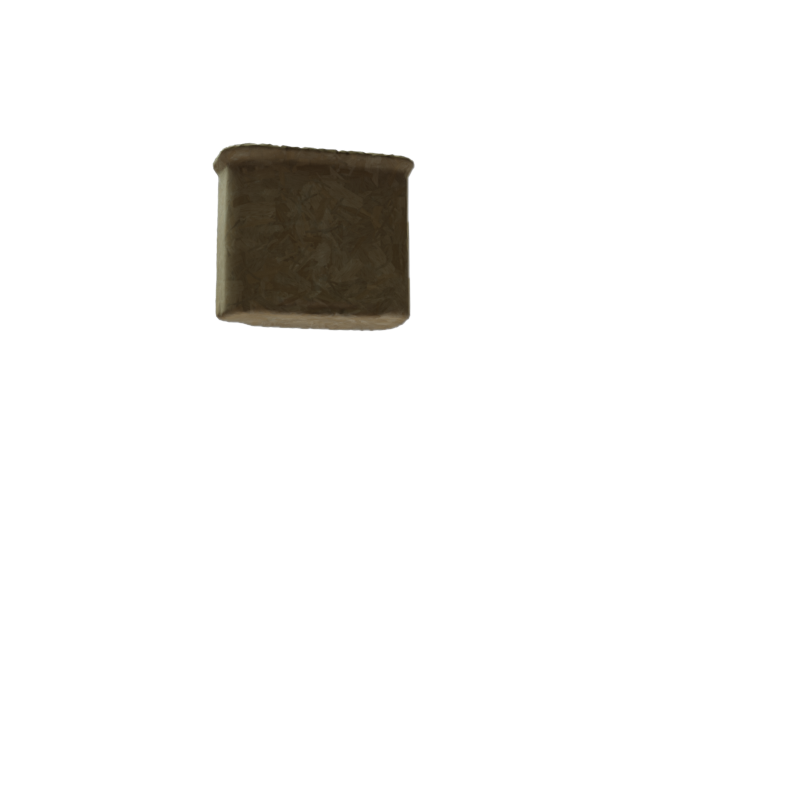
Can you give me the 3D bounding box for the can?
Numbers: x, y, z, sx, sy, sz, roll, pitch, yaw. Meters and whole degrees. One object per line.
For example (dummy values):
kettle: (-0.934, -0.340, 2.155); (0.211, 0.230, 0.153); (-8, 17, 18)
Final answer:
can: (-0.044, -0.081, 0.566); (0.100, 0.086, 0.057); (2, -9, -17)
